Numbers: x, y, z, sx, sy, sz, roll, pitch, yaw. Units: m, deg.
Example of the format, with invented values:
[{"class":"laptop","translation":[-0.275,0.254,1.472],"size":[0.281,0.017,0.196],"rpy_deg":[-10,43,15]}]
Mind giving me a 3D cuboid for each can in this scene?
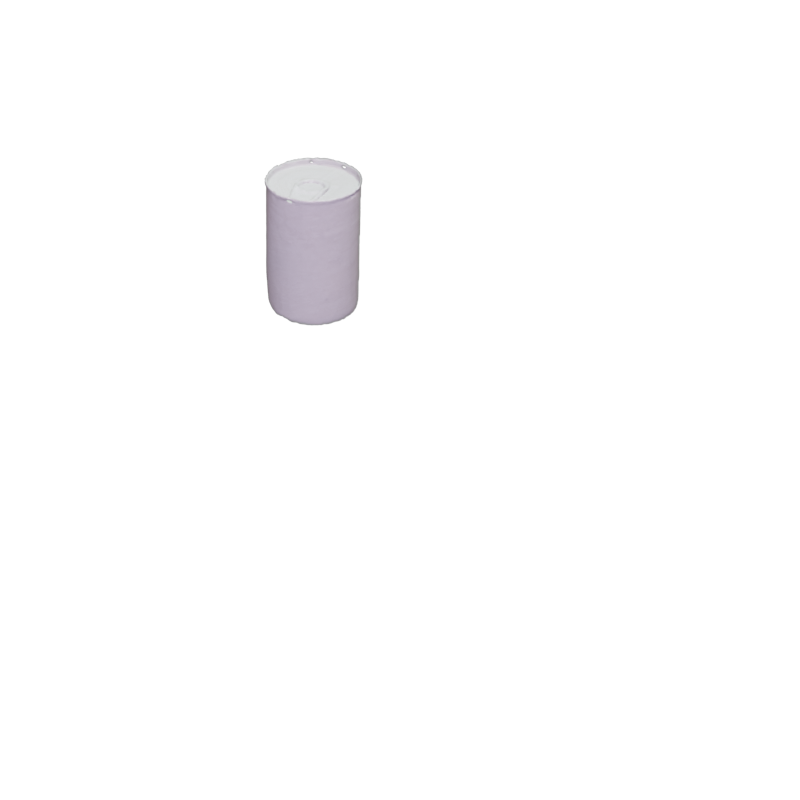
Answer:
[{"class":"can","translation":[-0.062,-0.114,0.795],"size":[0.068,0.096,0.073],"rpy_deg":[0,33,-3]}]
